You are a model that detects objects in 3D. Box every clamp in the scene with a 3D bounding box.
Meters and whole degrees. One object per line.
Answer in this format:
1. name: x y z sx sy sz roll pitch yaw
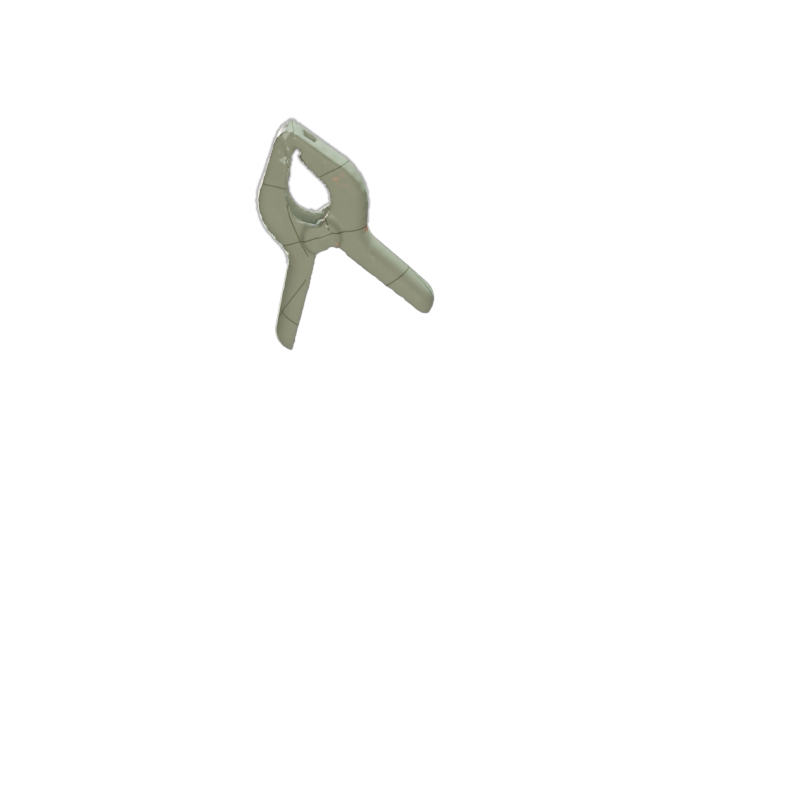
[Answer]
1. clamp: -0.062 -0.114 0.798 0.120 0.164 0.041 -26 18 8
